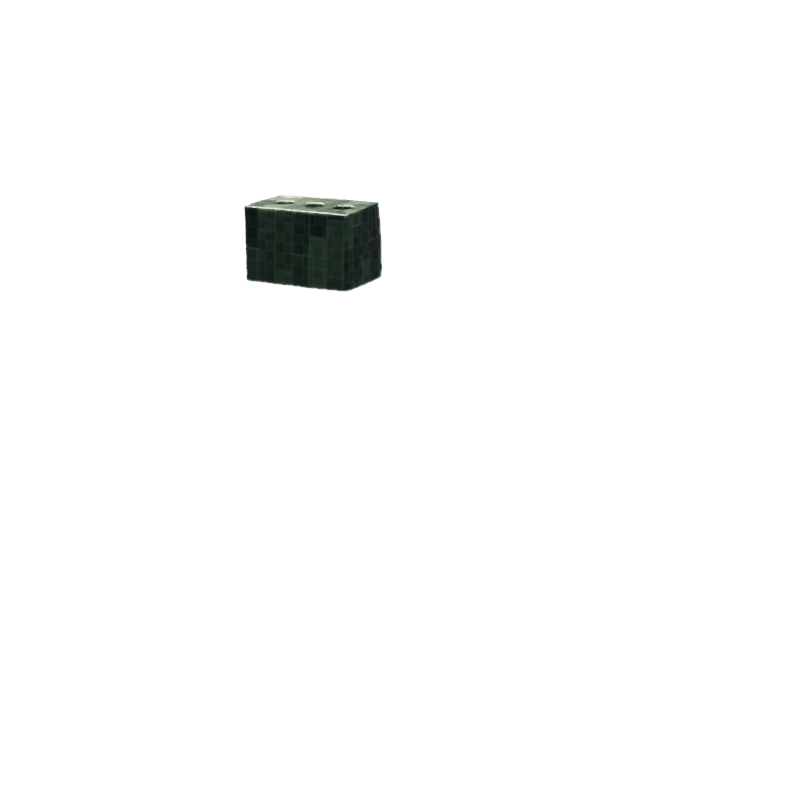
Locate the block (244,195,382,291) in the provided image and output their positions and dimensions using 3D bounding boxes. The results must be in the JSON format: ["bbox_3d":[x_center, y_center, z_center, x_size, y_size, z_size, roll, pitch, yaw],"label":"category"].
[{"bbox_3d":[-0.058,-0.105,0.735,0.081,0.050,0.053,8,17,24],"label":"block"}]
